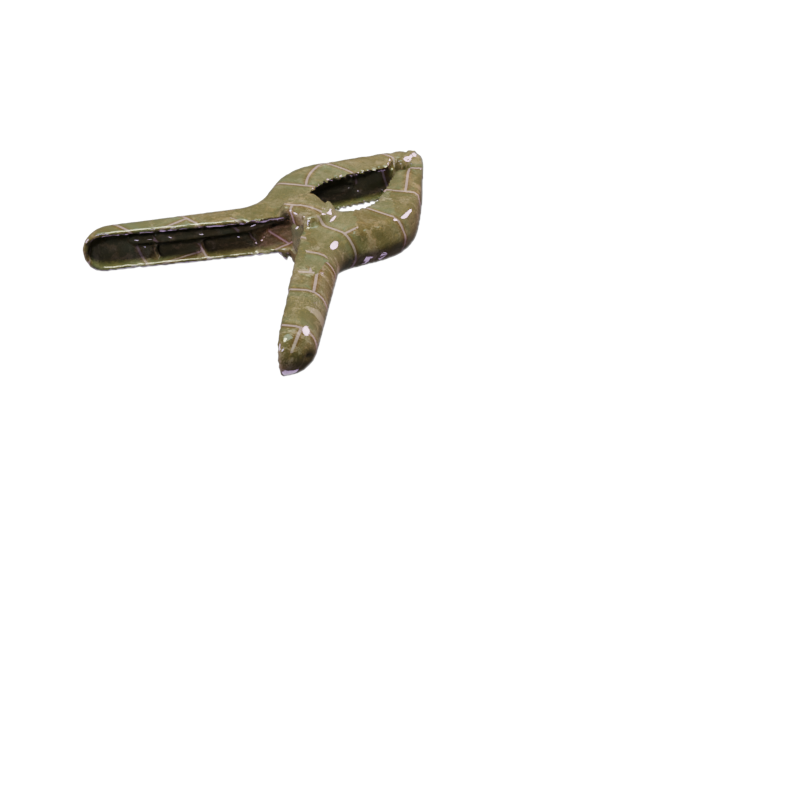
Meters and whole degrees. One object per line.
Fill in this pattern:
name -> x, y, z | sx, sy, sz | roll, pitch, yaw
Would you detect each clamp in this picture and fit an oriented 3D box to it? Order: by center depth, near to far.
clamp -> -0.049, -0.090, 0.627 | 0.209, 0.034, 0.176 | -29, 45, -33
